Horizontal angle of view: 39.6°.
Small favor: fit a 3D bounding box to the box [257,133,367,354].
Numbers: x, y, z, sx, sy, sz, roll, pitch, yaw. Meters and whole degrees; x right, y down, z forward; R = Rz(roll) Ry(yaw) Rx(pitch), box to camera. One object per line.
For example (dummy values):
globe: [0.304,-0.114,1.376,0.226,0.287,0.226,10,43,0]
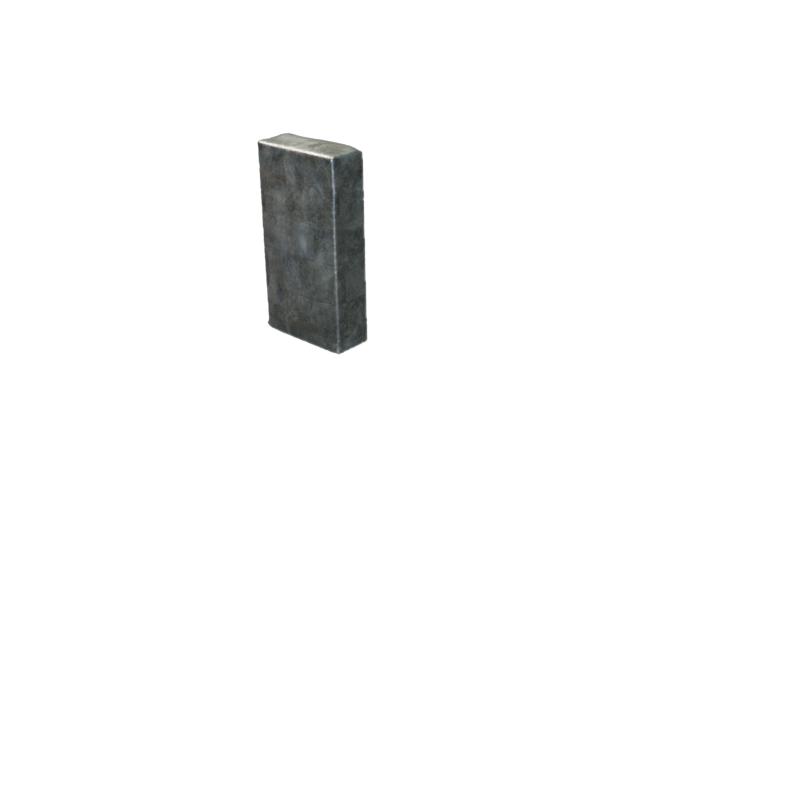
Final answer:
box: [-0.075,-0.137,0.962,0.099,0.169,0.047,20,27,40]
